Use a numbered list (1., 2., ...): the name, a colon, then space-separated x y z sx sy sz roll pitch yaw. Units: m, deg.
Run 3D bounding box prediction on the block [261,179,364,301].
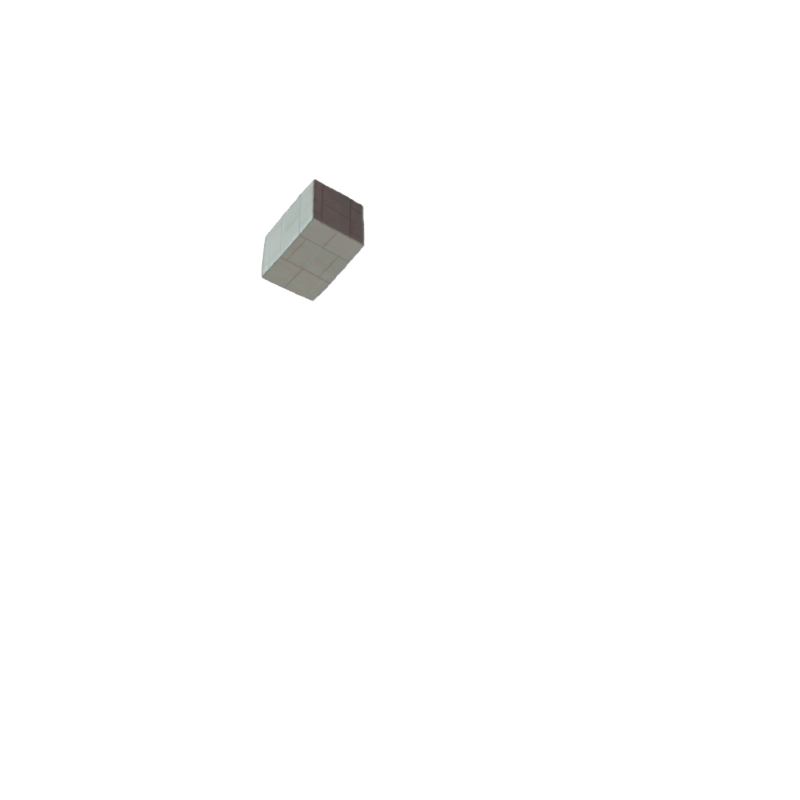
1. block: -0.072 -0.131 0.915 0.050 0.055 0.076 27 -53 -26
